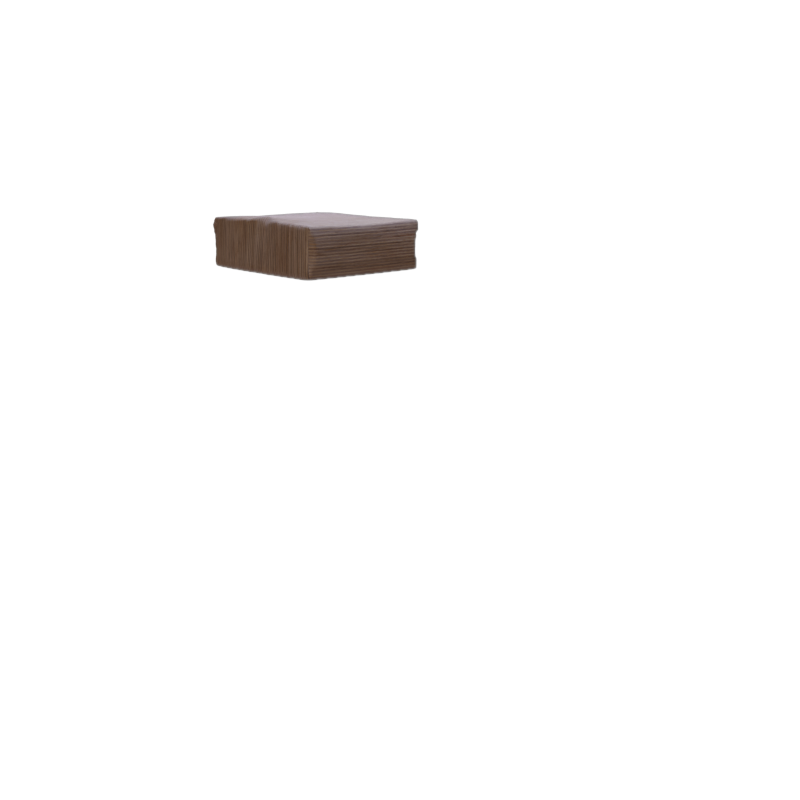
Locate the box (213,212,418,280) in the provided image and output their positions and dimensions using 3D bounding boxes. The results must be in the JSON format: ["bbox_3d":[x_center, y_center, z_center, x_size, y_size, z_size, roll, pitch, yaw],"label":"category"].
[{"bbox_3d":[-0.047,-0.085,0.596,0.071,0.030,0.094,-10,16,-38],"label":"box"}]
